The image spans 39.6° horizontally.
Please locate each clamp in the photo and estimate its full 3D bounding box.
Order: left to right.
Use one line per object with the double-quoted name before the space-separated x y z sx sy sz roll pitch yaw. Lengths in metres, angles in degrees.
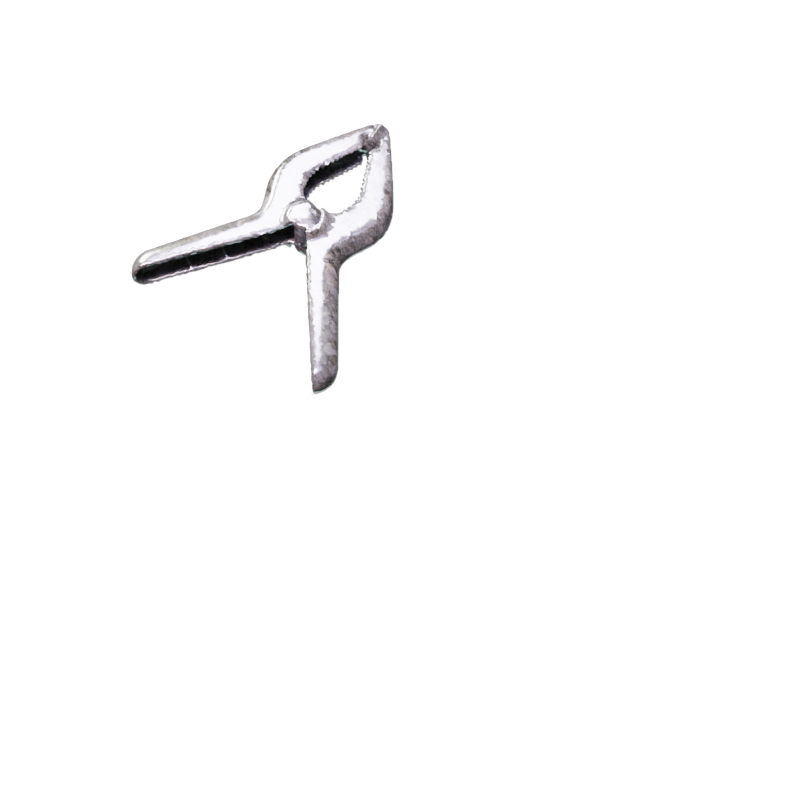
"clamp" -0.061 -0.112 0.783 0.172 0.213 0.034 36 -24 19
